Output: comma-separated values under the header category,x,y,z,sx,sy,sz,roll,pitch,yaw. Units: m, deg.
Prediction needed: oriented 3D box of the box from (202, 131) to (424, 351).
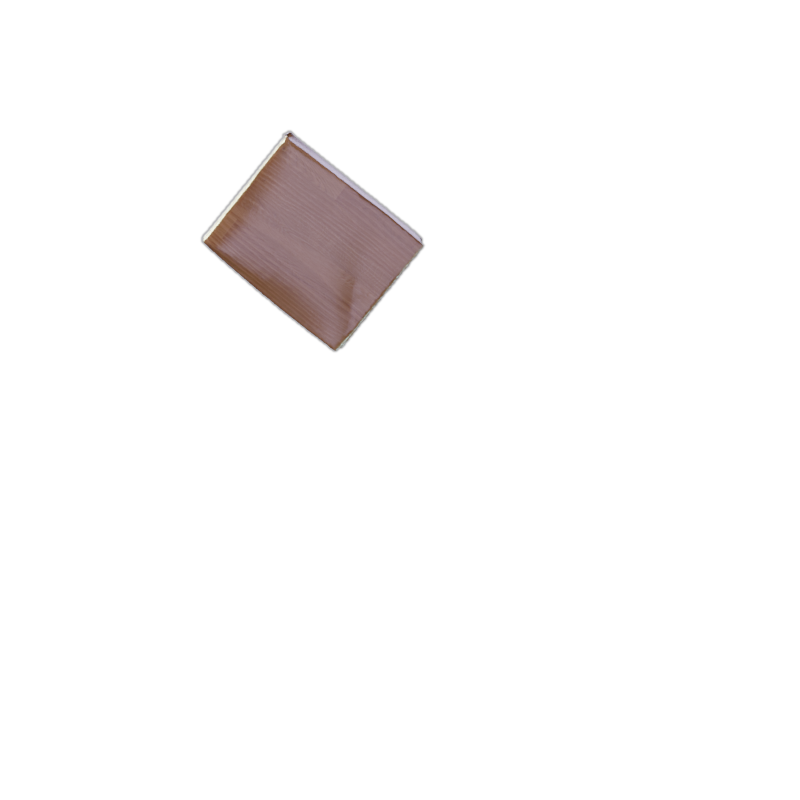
category,x,y,z,sx,sy,sz,roll,pitch,yaw
box,-0.055,-0.100,0.702,0.112,0.089,0.040,39,8,-7
